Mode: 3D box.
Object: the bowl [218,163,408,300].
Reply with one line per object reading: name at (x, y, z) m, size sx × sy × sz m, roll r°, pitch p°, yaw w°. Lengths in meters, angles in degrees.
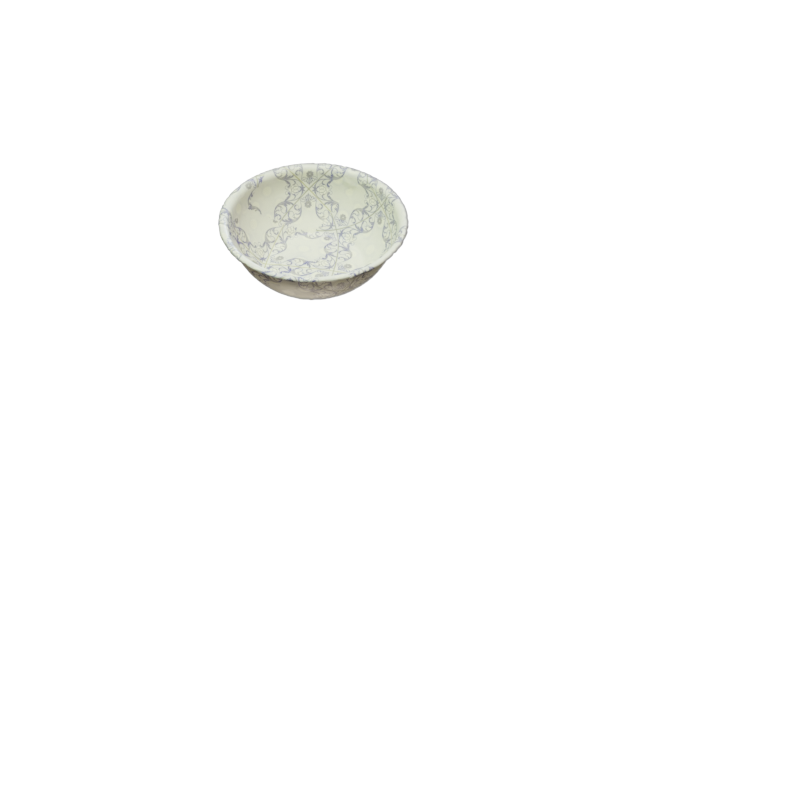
bowl at (-0.075, -0.137, 0.959) m, size 0.162 × 0.051 × 0.174 m, roll -1°, pitch 44°, yaw -1°
